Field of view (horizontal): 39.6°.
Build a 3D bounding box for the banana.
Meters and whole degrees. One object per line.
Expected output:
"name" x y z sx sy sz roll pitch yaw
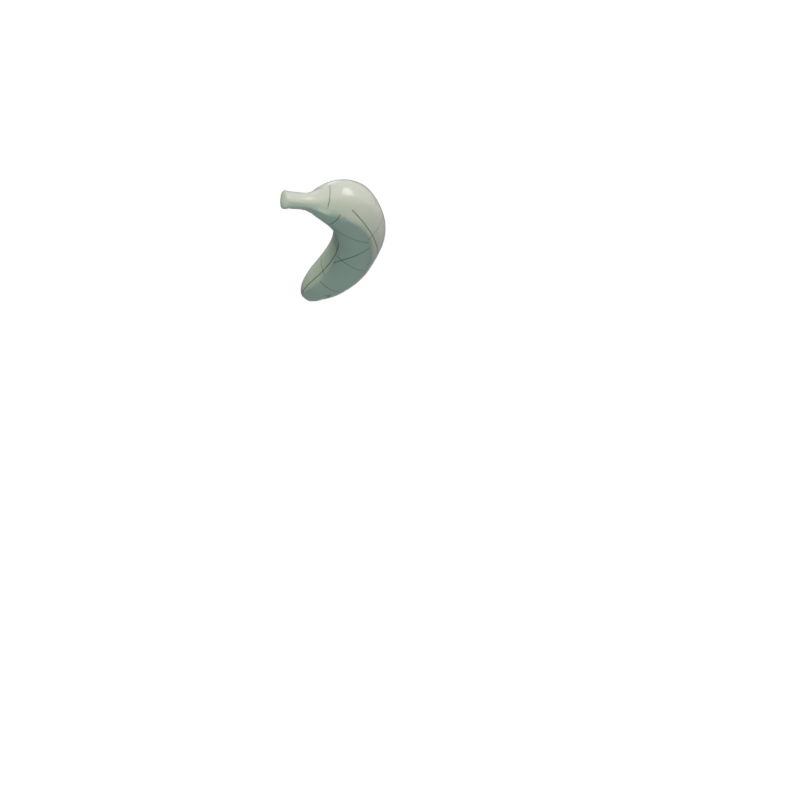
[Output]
"banana" -0.045 -0.118 0.811 0.070 0.038 0.188 0 -17 0
